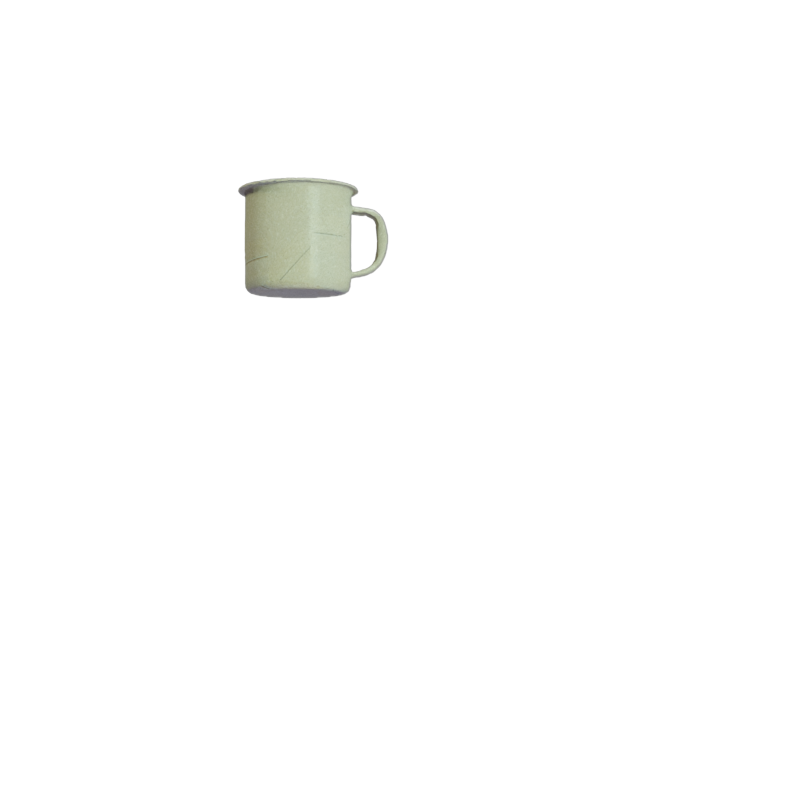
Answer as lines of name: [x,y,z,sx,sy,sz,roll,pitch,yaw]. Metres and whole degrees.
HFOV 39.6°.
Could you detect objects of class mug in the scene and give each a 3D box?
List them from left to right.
mug: [-0.067,-0.122,0.855,0.115,0.083,0.093,1,-4,-13]
